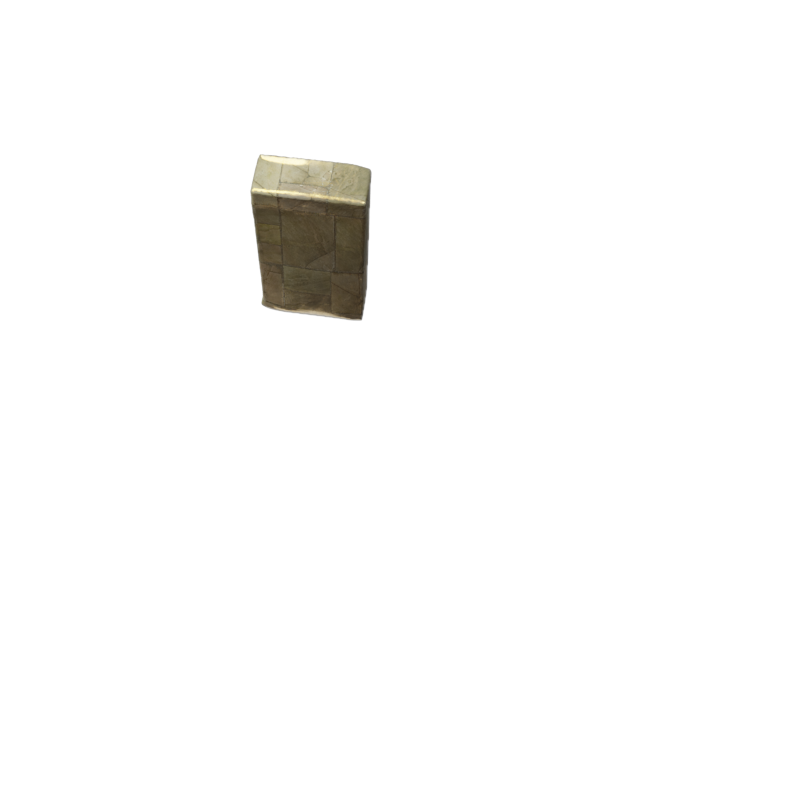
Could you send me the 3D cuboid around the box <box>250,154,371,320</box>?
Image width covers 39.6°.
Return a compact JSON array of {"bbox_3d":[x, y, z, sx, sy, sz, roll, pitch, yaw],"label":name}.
[{"bbox_3d":[-0.073,-0.133,0.931,0.094,0.051,0.165,9,-32,2],"label":"box"}]
